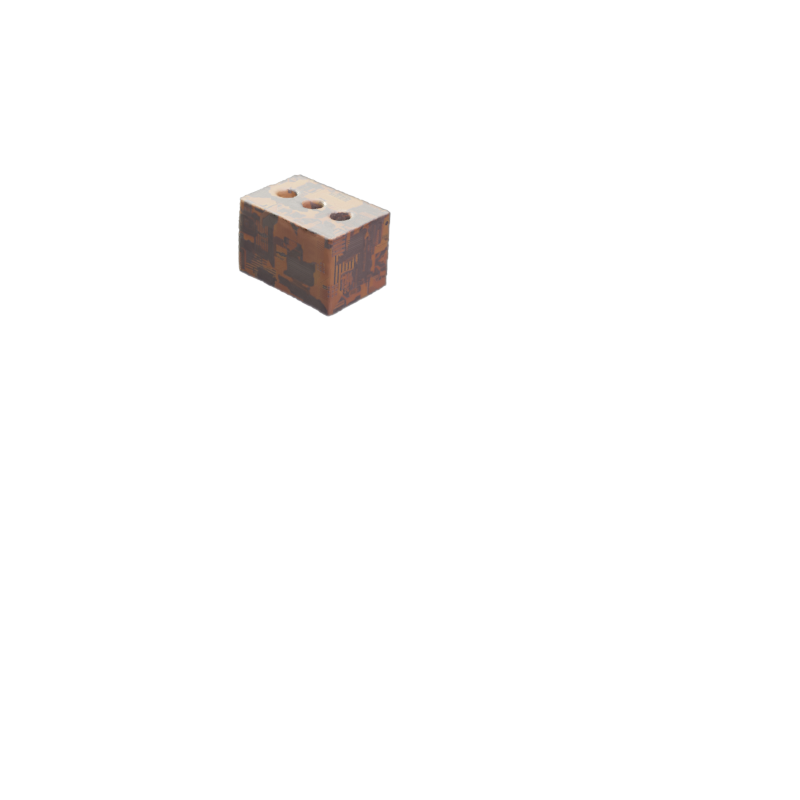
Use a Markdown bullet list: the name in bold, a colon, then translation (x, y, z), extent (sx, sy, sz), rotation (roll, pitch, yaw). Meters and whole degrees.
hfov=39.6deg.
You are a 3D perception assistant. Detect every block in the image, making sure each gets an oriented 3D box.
- **block**: translation (-0.051, -0.094, 0.655), extent (0.083, 0.048, 0.053), rotation (27, 40, 35)
